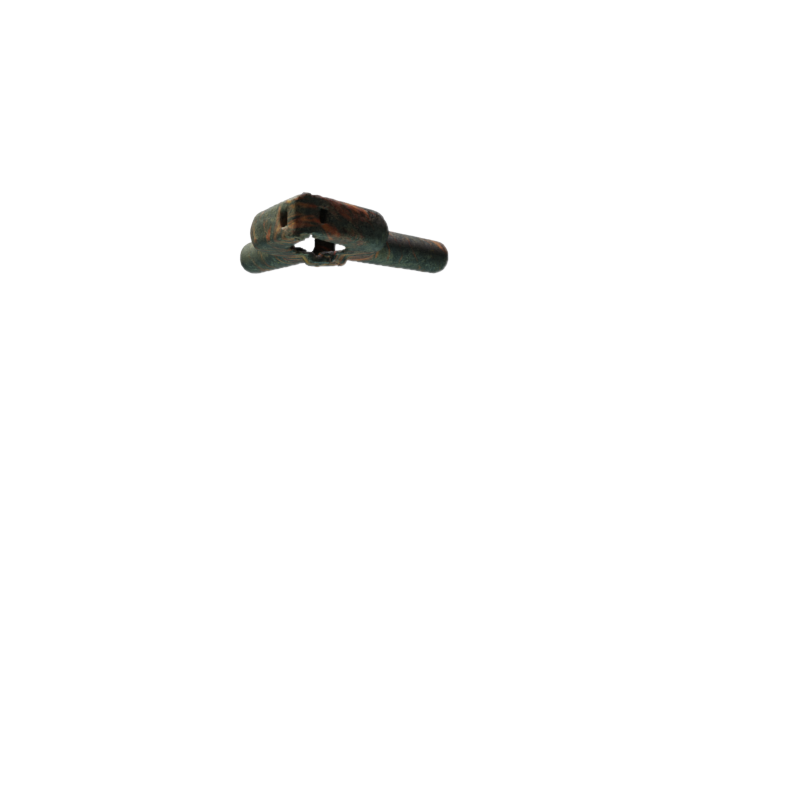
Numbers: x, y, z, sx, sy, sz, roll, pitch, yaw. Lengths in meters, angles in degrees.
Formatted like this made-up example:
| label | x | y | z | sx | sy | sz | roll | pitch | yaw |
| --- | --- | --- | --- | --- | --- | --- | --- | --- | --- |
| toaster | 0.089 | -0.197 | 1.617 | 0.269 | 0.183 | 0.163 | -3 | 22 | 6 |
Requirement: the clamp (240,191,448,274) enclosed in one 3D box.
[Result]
| label | x | y | z | sx | sy | sz | roll | pitch | yaw |
| --- | --- | --- | --- | --- | --- | --- | --- | --- | --- |
| clamp | -0.062 | -0.114 | 0.796 | 0.167 | 0.037 | 0.203 | 0 | -1 | 14 |
